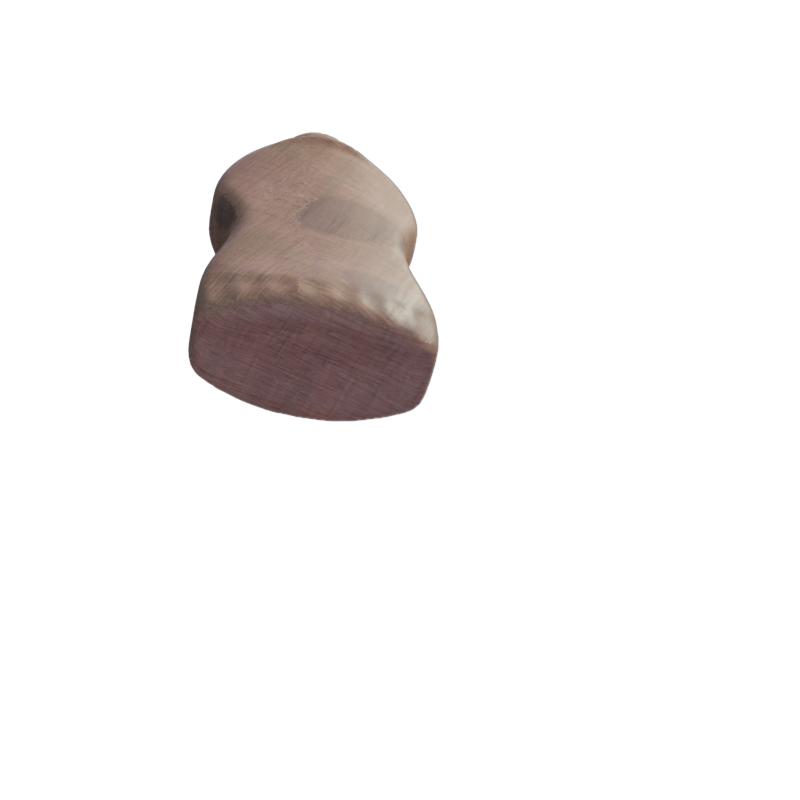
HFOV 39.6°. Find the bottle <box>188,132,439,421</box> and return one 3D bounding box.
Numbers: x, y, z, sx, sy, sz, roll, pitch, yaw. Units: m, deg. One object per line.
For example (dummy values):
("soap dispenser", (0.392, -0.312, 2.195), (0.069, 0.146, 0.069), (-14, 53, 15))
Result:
("bottle", (-0.039, -0.072, 0.503), (0.095, 0.055, 0.205), (7, 34, -8))
